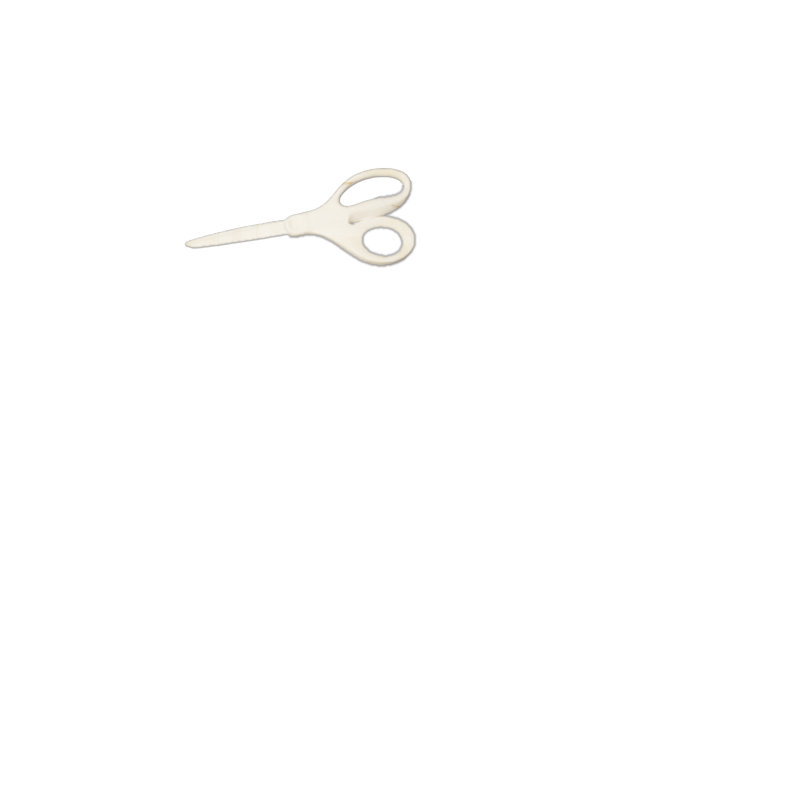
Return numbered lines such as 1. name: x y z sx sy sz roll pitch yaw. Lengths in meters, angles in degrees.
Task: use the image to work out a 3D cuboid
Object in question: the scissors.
1. scissors: -0.075 -0.136 0.956 0.201 0.101 0.015 -26 -16 -8
